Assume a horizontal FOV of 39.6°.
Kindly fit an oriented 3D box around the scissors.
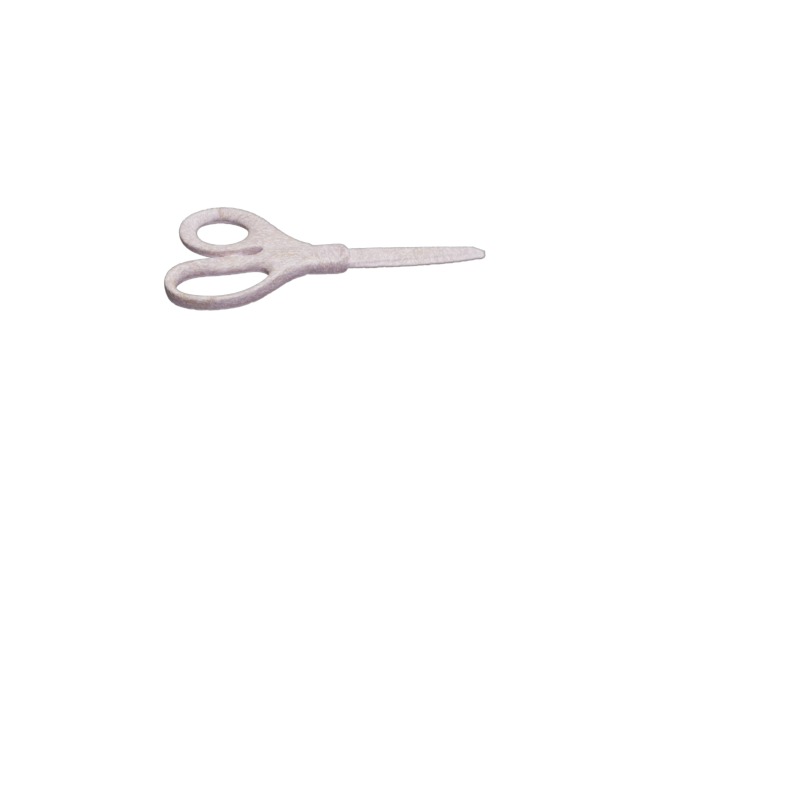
[{"bbox_3d":[-0.056,-0.102,0.717,0.200,0.015,0.104,-14,48,-14],"label":"scissors"}]
